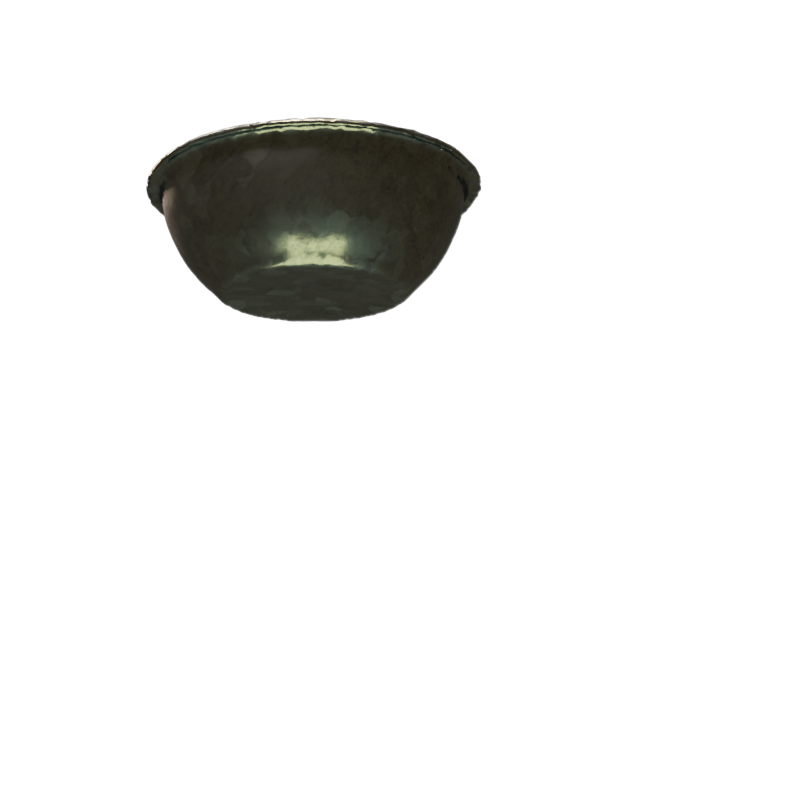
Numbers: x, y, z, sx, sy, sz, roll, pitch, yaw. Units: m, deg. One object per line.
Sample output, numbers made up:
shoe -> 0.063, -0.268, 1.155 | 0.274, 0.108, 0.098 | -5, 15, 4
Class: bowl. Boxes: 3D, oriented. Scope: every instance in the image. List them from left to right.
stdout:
bowl -> -0.042, -0.076, 0.531 | 0.162, 0.057, 0.156 | 0, -13, -2
